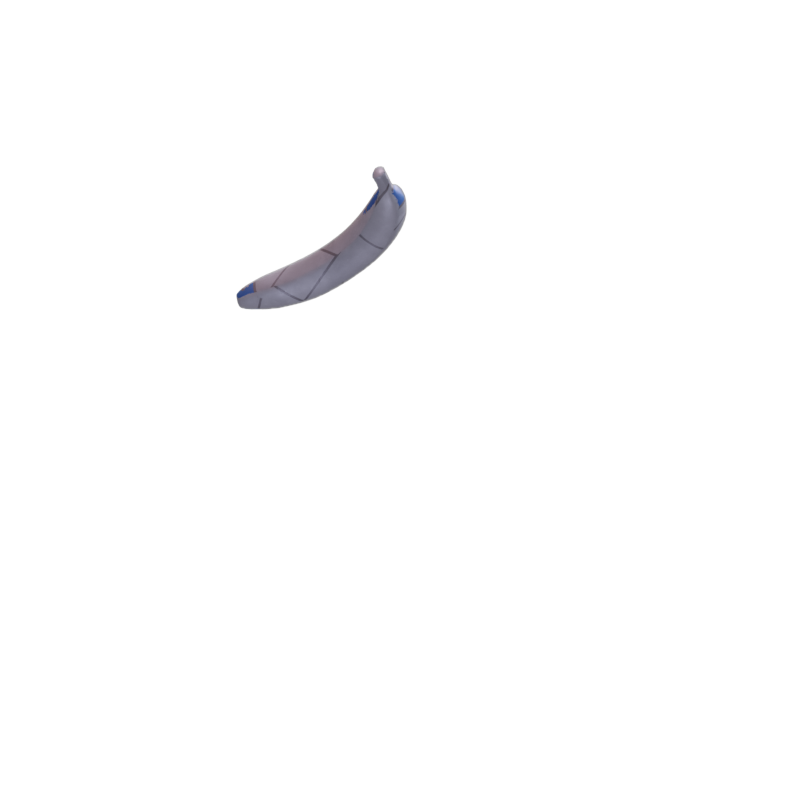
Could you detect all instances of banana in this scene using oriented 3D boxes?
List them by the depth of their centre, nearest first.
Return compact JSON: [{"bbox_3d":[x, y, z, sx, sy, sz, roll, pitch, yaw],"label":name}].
[{"bbox_3d":[-0.056,-0.128,0.937,0.066,0.039,0.195,31,-52,-29],"label":"banana"}]
